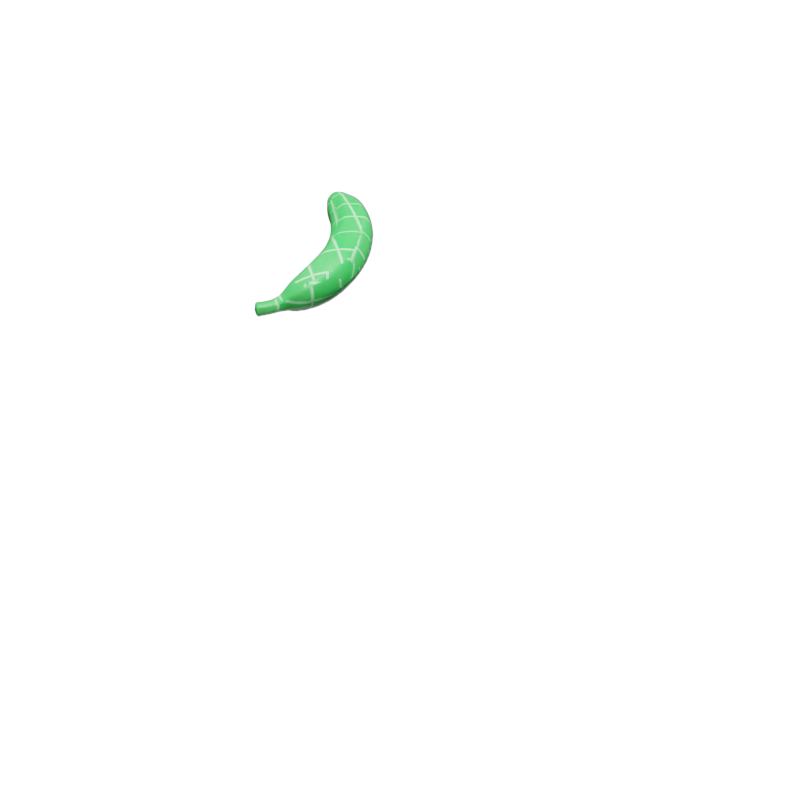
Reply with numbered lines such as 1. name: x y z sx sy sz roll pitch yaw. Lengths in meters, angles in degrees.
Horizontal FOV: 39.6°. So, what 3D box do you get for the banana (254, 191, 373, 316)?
1. banana: -0.059 -0.132 0.957 0.071 0.034 0.206 10 37 13
